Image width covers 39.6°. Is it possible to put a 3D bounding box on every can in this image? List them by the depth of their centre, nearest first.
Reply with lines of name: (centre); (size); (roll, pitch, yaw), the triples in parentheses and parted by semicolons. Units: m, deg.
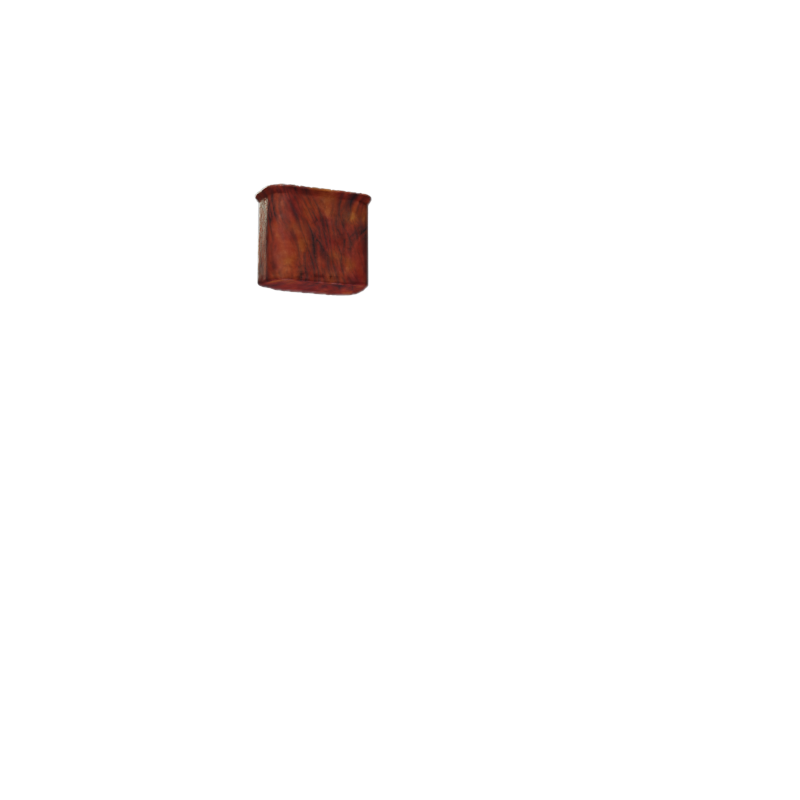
can: (-0.076, -0.140, 0.978); (0.099, 0.086, 0.058); (4, -12, -24)
